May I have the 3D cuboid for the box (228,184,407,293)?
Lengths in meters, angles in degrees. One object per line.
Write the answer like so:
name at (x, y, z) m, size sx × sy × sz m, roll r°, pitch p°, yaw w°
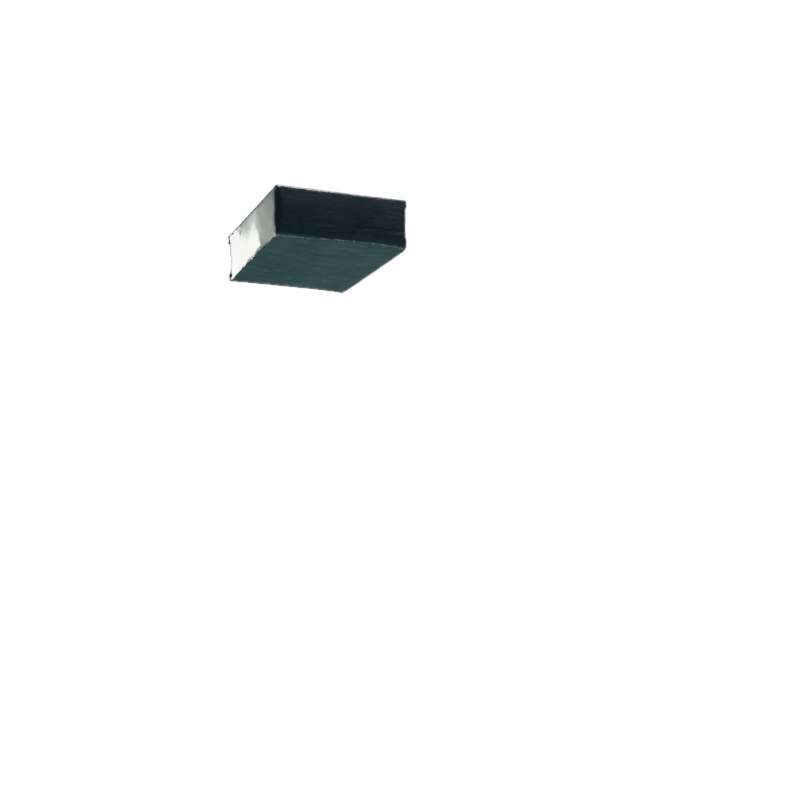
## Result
box at (-0.058, -0.106, 0.742) m, size 0.087 × 0.040 × 0.113 m, roll 6°, pitch -15°, yaw -22°
